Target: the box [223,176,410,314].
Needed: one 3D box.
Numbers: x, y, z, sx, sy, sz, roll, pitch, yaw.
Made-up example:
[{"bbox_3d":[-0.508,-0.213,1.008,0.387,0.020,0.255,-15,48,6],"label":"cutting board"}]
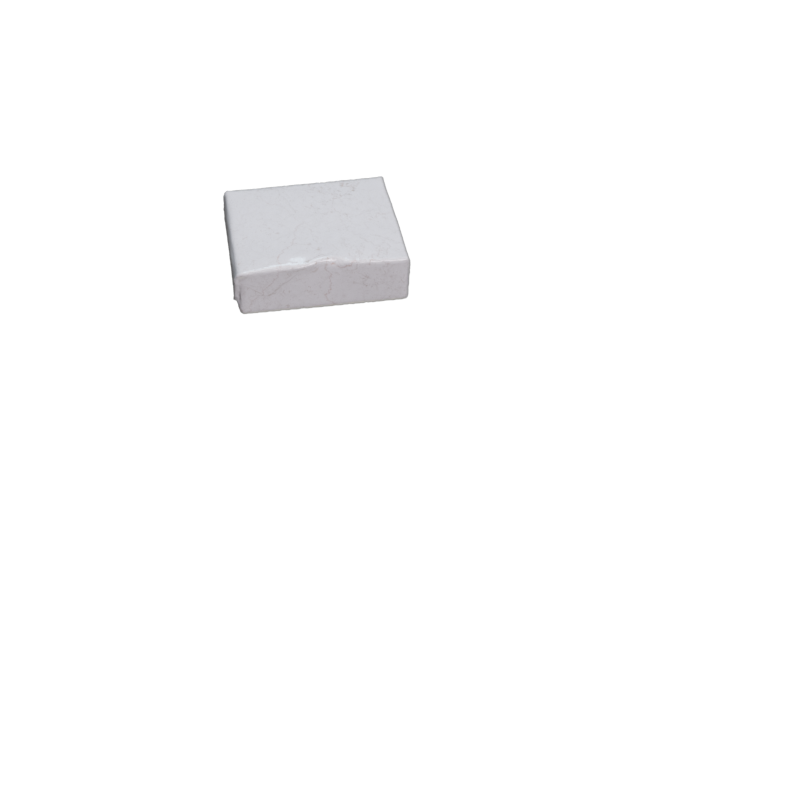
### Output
[{"bbox_3d":[-0.045,-0.082,0.578,0.088,0.028,0.079,-6,43,-7],"label":"box"}]
